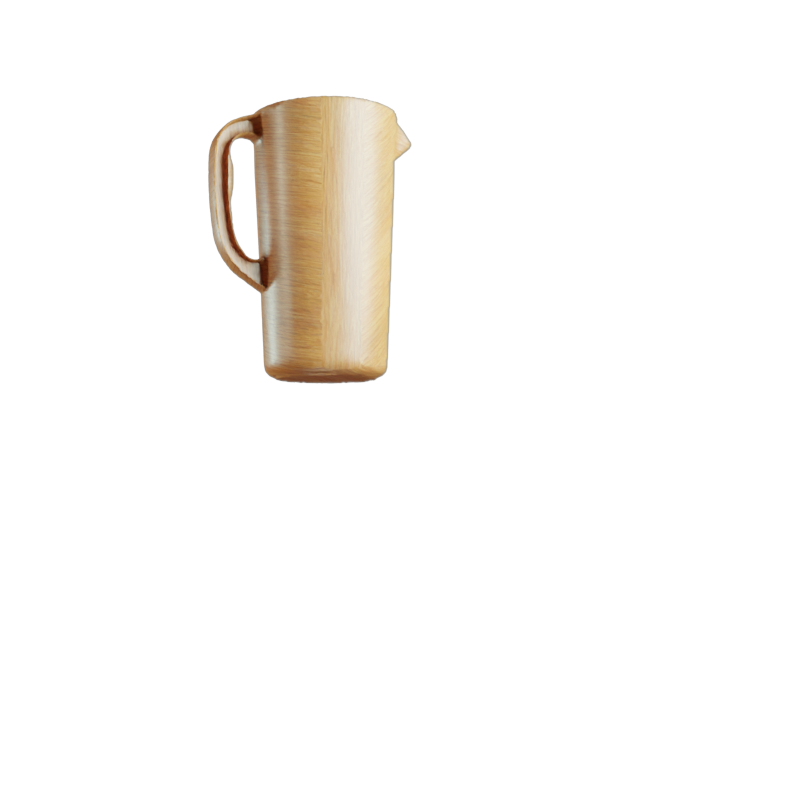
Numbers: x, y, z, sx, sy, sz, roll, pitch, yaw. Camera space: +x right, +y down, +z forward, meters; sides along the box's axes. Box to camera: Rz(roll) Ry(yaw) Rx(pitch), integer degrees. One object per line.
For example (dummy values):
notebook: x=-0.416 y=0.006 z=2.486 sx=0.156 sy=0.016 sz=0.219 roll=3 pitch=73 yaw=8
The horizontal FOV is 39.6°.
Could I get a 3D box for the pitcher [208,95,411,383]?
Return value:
pitcher: x=-0.077 y=-0.140 z=0.983 sx=0.153 sy=0.250 sz=0.138 roll=-4 pitch=-10 yaw=22
